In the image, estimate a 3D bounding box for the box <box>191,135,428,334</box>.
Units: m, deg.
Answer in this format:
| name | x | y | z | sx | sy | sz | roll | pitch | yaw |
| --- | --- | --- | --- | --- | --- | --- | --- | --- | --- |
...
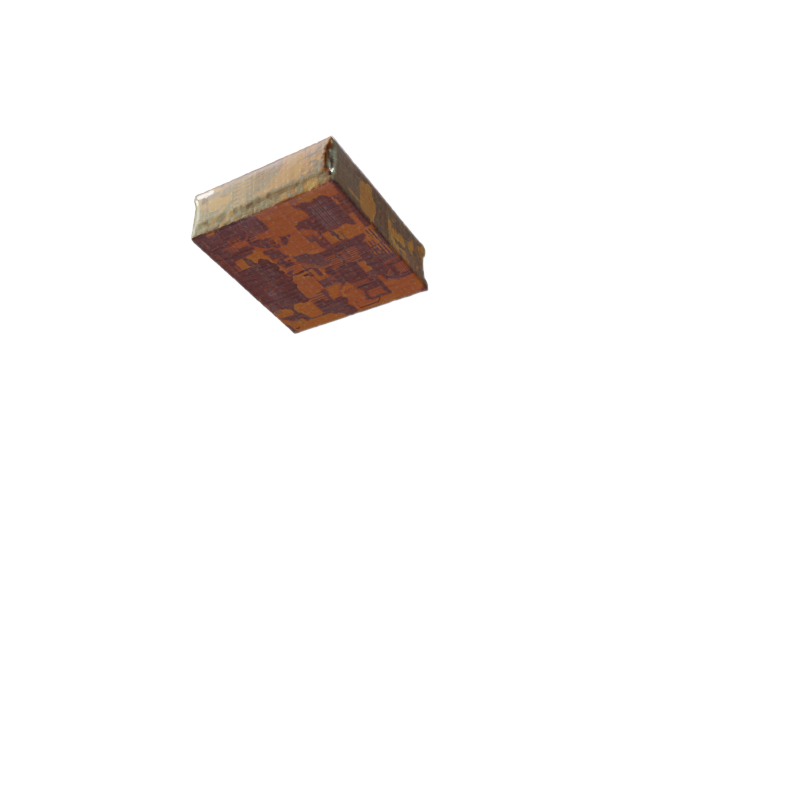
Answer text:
| name | x | y | z | sx | sy | sz | roll | pitch | yaw |
| --- | --- | --- | --- | --- | --- | --- | --- | --- | --- |
| box | -0.039 | -0.072 | 0.503 | 0.074 | 0.032 | 0.082 | -19 | -38 | 24 |
